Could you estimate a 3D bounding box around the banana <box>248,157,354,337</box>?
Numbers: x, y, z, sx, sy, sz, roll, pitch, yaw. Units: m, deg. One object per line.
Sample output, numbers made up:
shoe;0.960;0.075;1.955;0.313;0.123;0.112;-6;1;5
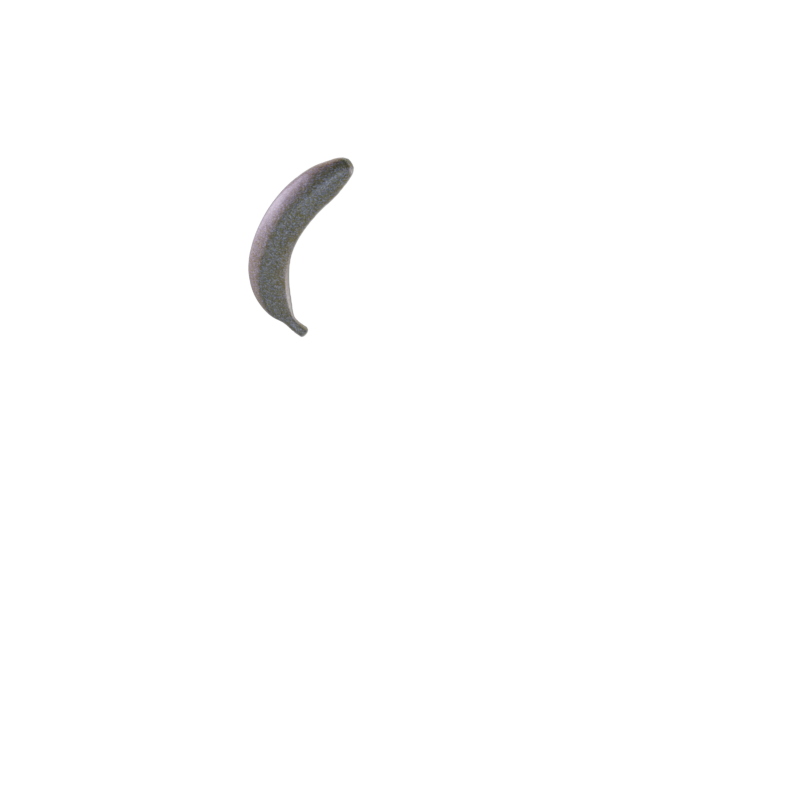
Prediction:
banana;-0.096;-0.142;0.991;0.068;0.187;0.039;11;41;-11
